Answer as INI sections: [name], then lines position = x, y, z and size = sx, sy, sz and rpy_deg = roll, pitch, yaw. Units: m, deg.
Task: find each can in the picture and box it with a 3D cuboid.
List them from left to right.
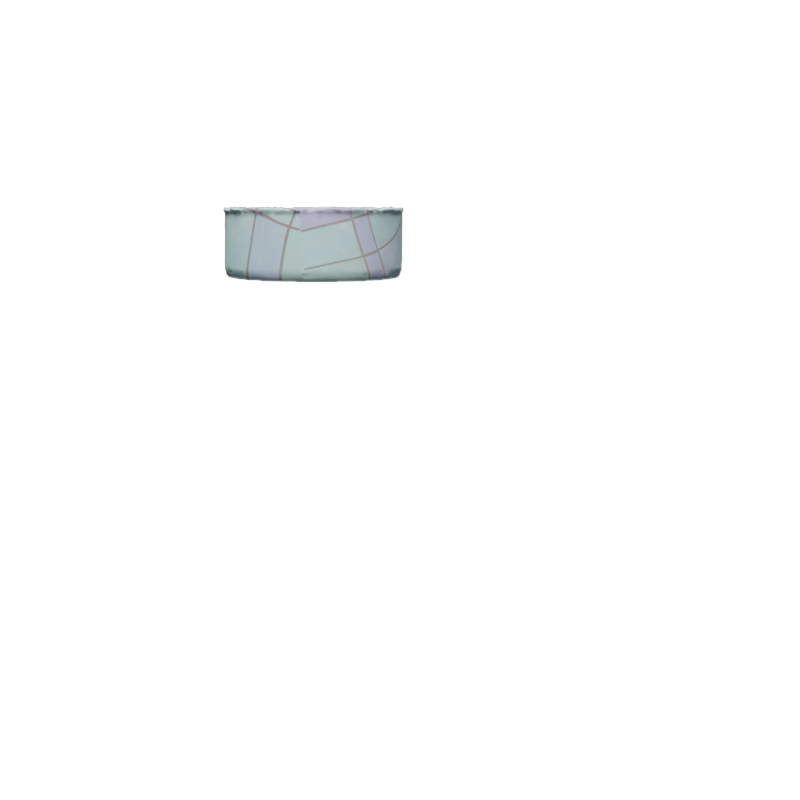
[can]
position = -0.041, -0.076, 0.529
size = 0.086, 0.033, 0.087
rpy_deg = 0, 9, -2
